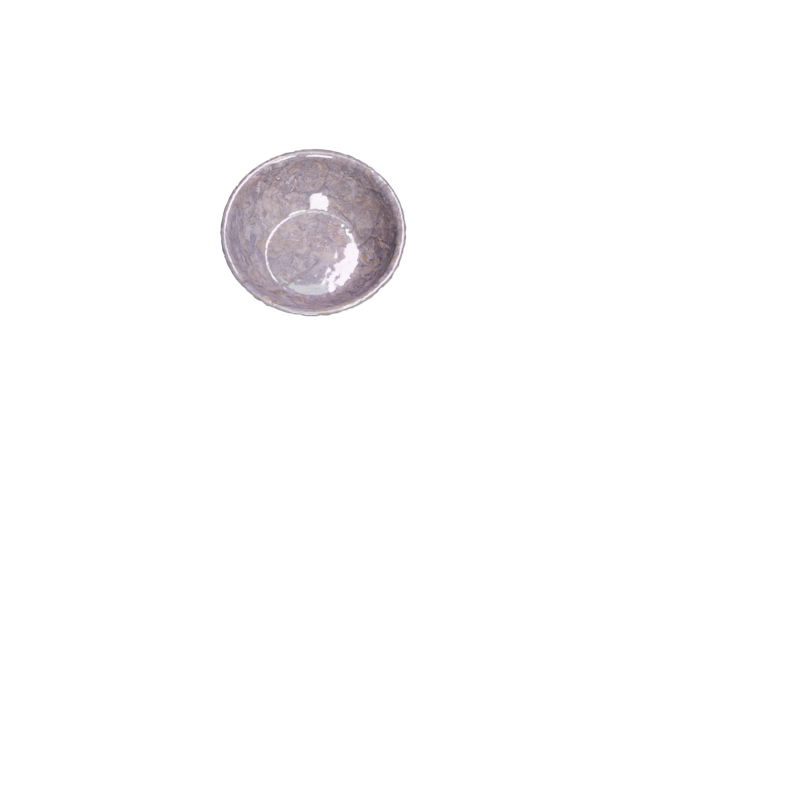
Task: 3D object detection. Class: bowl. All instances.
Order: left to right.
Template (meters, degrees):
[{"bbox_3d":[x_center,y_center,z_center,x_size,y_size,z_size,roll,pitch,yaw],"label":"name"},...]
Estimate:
[{"bbox_3d":[-0.077,-0.141,0.985,0.162,0.171,0.052,-1,-23,-1],"label":"bowl"}]
